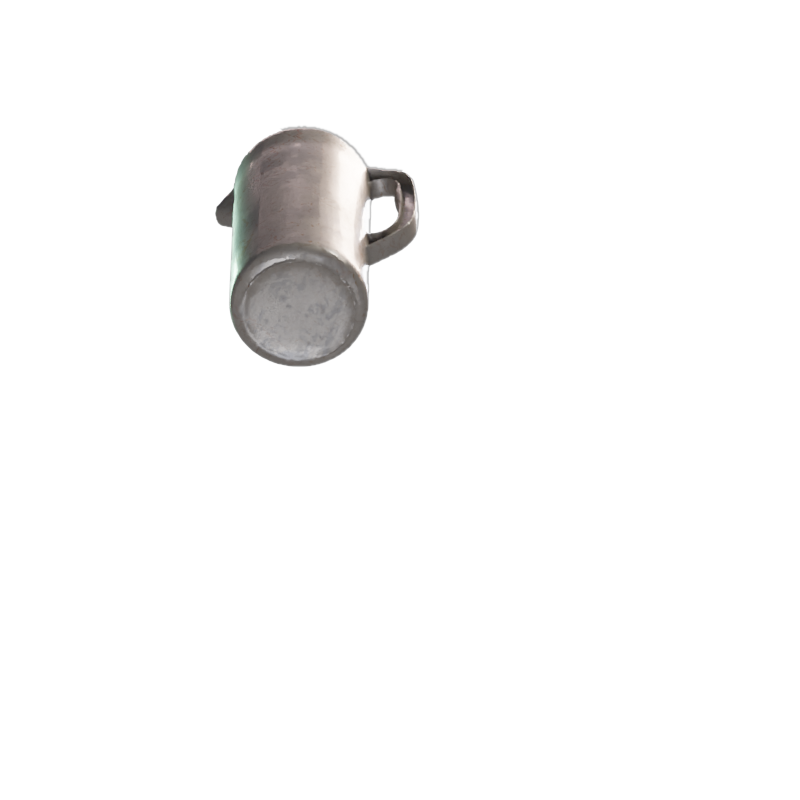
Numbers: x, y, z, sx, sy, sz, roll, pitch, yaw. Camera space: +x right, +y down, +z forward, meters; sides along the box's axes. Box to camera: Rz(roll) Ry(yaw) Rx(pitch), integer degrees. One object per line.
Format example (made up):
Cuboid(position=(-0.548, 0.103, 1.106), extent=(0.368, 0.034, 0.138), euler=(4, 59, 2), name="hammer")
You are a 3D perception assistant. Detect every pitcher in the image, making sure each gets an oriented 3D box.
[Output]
Cuboid(position=(-0.075, -0.136, 0.953), extent=(0.139, 0.146, 0.258), euler=(31, 24, -20), name="pitcher")
